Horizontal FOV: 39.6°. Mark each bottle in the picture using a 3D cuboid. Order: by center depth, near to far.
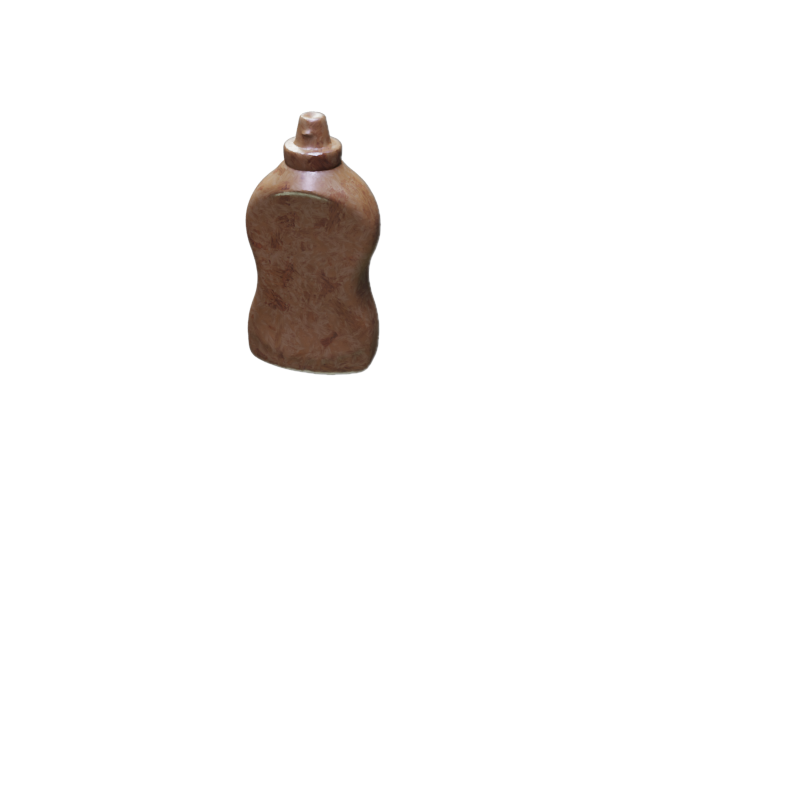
[{"bbox_3d":[-0.062,-0.114,0.796,0.098,0.181,0.060,10,28,14],"label":"bottle"}]
